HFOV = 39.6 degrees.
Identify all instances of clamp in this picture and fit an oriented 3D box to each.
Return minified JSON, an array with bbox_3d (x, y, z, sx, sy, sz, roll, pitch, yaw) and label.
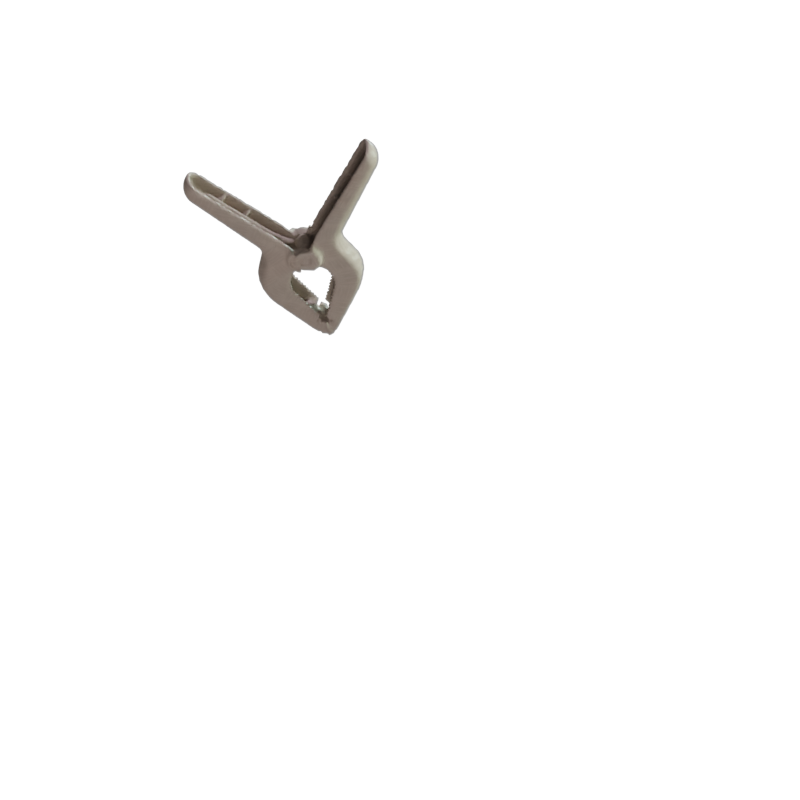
[{"bbox_3d":[-0.076,-0.139,0.972,0.166,0.039,0.194,-13,-45,13],"label":"clamp"}]
